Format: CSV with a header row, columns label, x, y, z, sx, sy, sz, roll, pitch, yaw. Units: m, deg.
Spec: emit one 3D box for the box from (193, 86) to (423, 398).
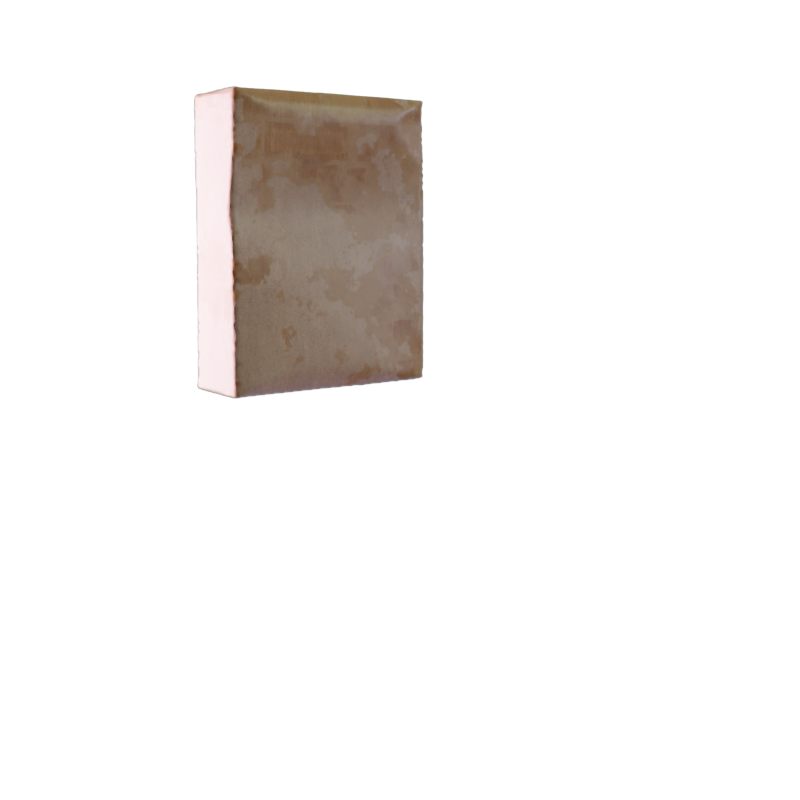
label,x,y,z,sx,sy,sz,roll,pitch,yaw
box,-0.064,-0.116,0.812,0.159,0.213,0.075,-2,3,-33
